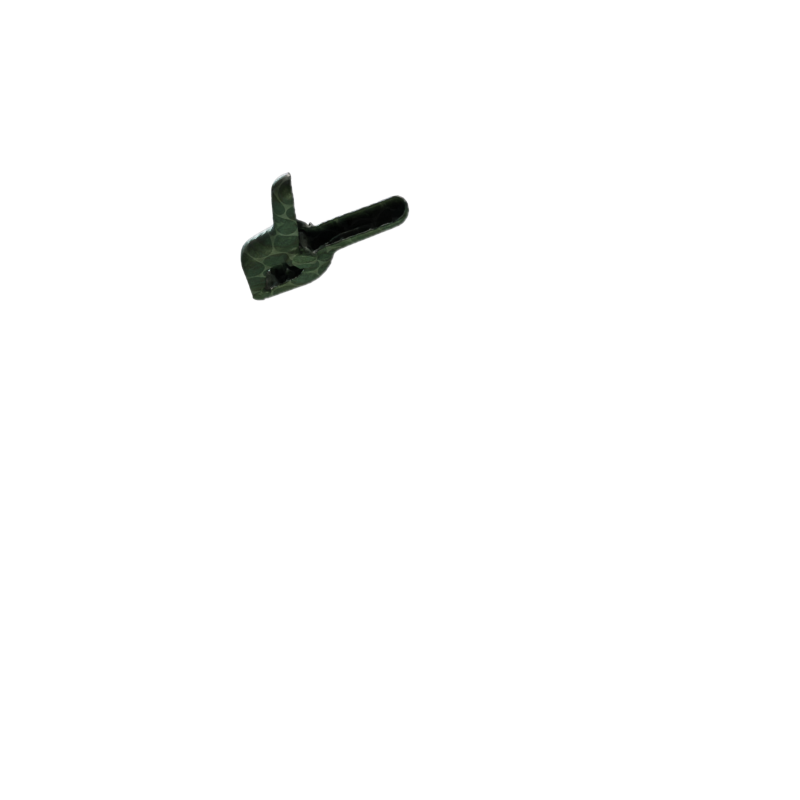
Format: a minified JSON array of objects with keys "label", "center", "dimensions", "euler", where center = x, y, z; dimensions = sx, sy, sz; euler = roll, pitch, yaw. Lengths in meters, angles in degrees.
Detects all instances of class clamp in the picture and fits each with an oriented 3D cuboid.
[{"label":"clamp","center":[-0.073,-0.132,0.927],"dimensions":[0.116,0.041,0.167],"euler":[10,-25,-21]}]
